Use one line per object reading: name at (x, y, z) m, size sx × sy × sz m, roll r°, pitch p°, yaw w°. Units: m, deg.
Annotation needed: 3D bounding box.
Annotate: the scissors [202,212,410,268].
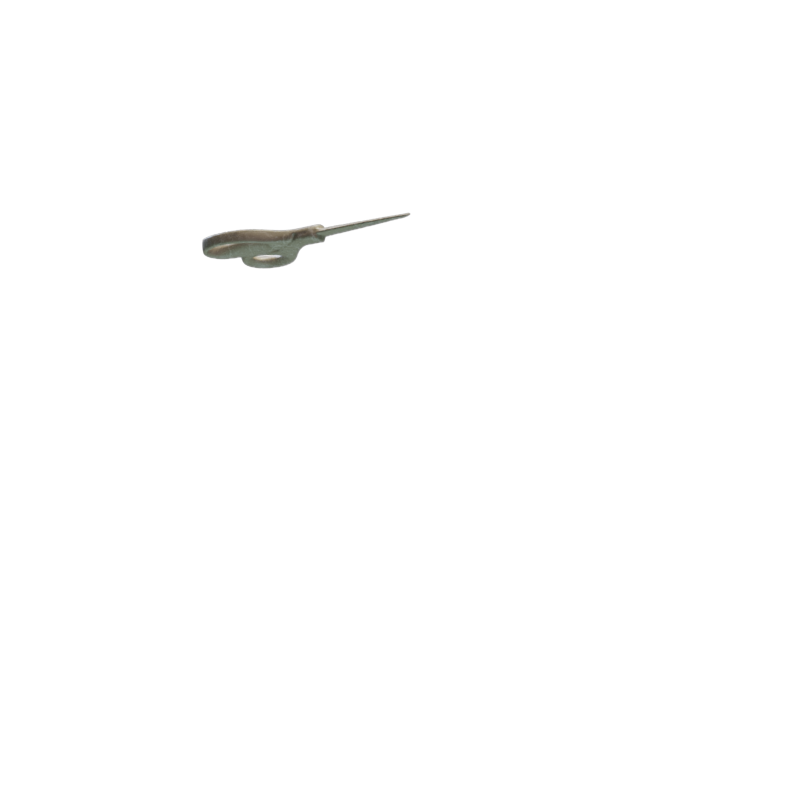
scissors at (-0.077, -0.141, 0.989) m, size 0.206 × 0.016 × 0.091 m, roll -3°, pitch -10°, yaw 18°
